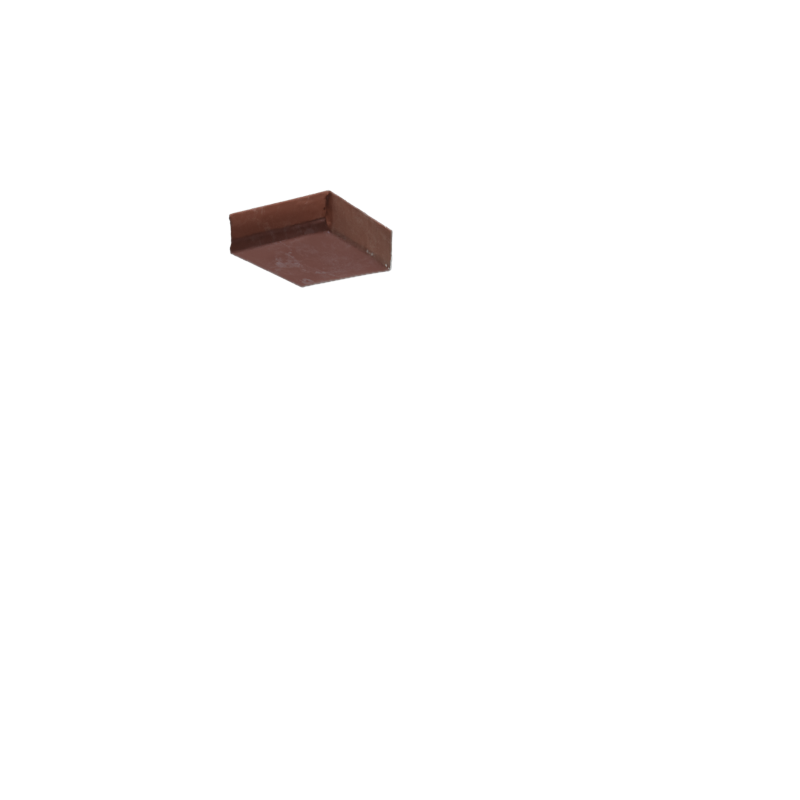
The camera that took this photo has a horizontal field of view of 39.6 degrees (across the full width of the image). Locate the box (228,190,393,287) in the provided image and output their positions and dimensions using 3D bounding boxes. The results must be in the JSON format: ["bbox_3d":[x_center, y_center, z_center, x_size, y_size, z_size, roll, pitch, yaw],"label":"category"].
[{"bbox_3d":[-0.069,-0.125,0.877,0.092,0.040,0.107,-7,-16,26],"label":"box"}]
